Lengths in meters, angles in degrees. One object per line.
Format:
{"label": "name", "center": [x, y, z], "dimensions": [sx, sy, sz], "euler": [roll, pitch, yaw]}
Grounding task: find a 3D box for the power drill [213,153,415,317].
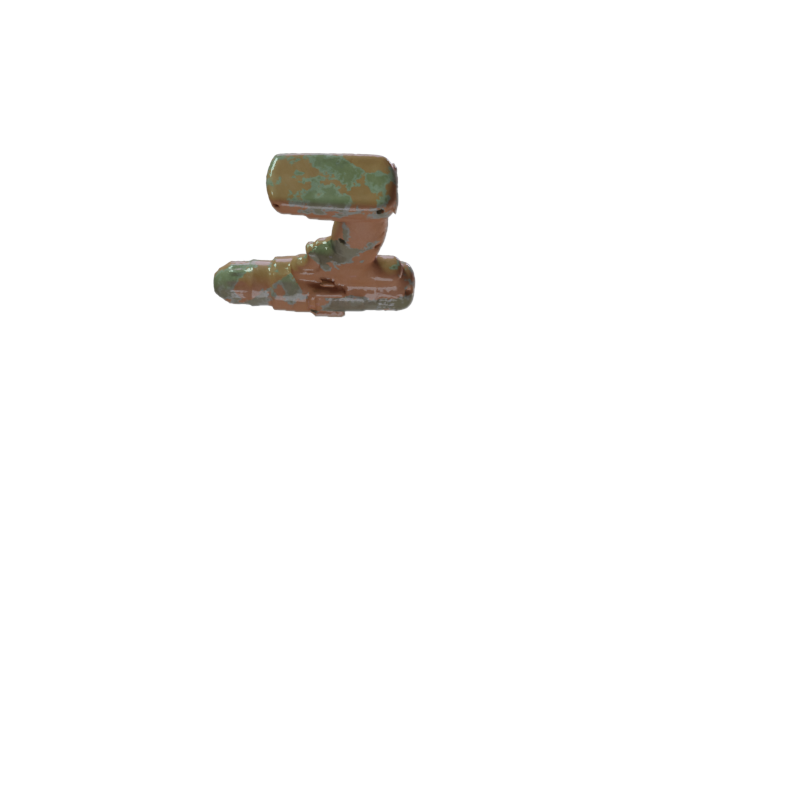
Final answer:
{"label": "power drill", "center": [-0.075, -0.137, 0.959], "dimensions": [0.184, 0.061, 0.177], "euler": [0, -27, -1]}
